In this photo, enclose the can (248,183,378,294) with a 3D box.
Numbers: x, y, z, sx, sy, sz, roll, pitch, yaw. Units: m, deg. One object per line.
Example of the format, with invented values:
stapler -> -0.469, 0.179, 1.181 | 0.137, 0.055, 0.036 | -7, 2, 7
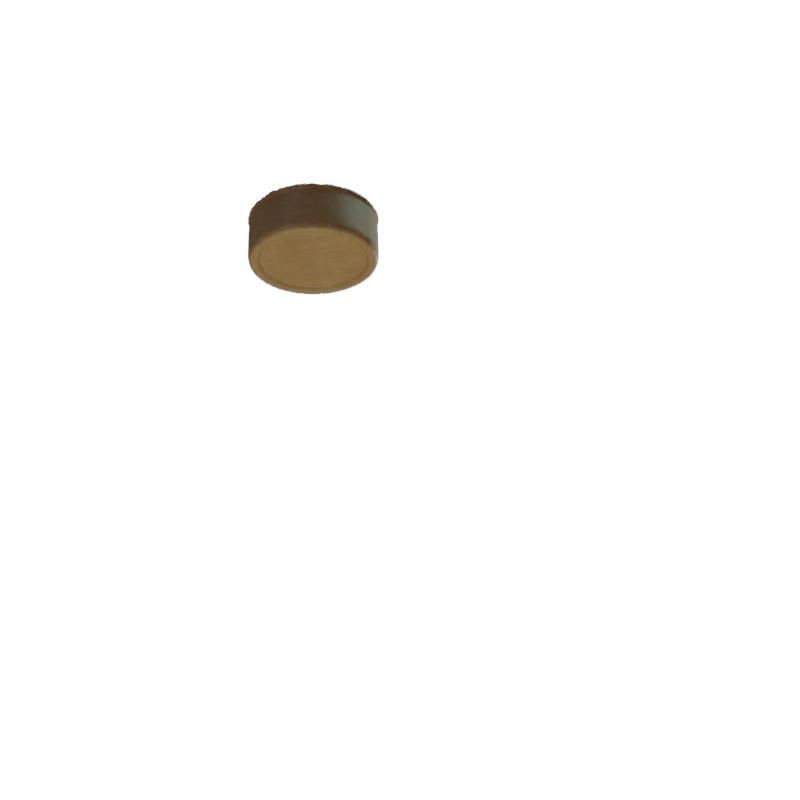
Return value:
can -> -0.057, -0.103, 0.723 | 0.086, 0.036, 0.081 | 1, -27, -2
